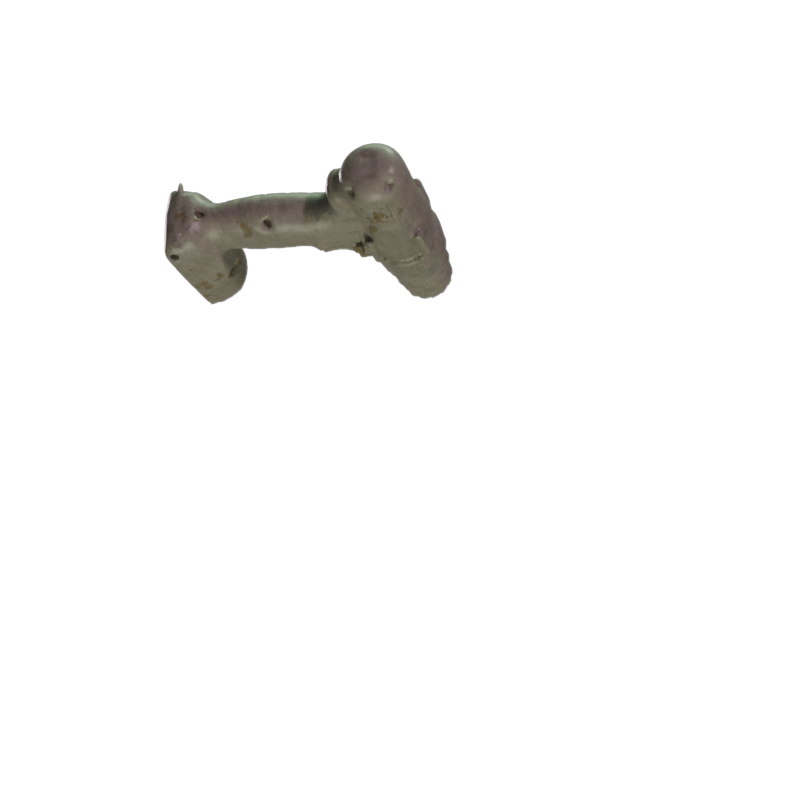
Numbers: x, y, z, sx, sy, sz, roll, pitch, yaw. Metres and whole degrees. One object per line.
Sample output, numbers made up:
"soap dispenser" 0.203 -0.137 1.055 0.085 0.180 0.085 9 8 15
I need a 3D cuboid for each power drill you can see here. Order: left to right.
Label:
"power drill" -0.063 -0.116 0.810 0.190 0.061 0.171 -7 -25 15
